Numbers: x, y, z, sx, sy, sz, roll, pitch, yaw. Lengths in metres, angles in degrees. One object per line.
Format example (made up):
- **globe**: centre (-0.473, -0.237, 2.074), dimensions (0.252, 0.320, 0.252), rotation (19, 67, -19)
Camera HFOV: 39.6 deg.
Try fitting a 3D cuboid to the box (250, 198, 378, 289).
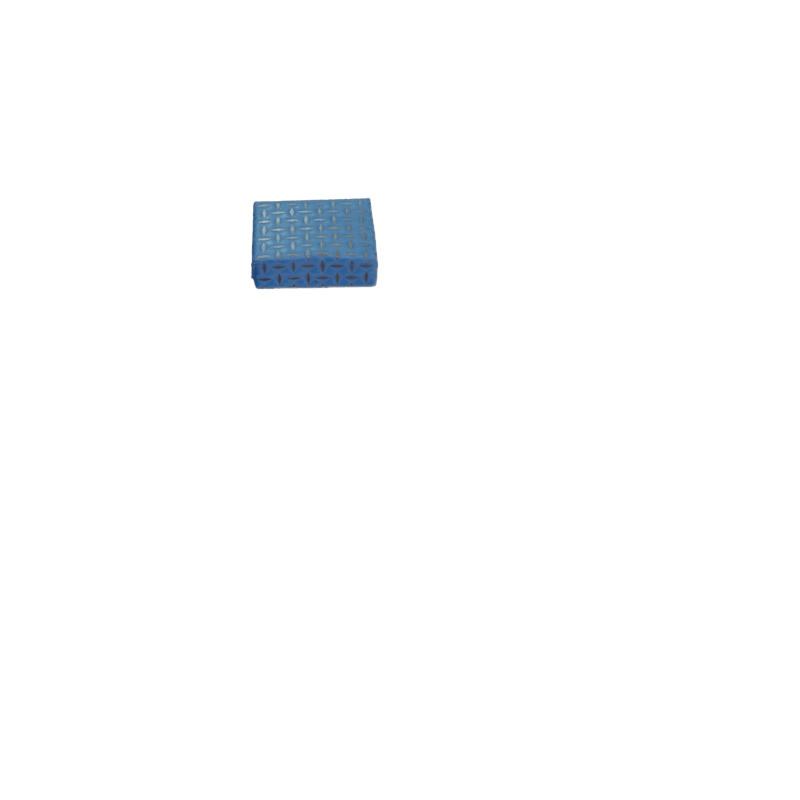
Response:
- **box**: centre (-0.063, -0.115, 0.802), dimensions (0.089, 0.028, 0.079), rotation (-2, 42, -2)
